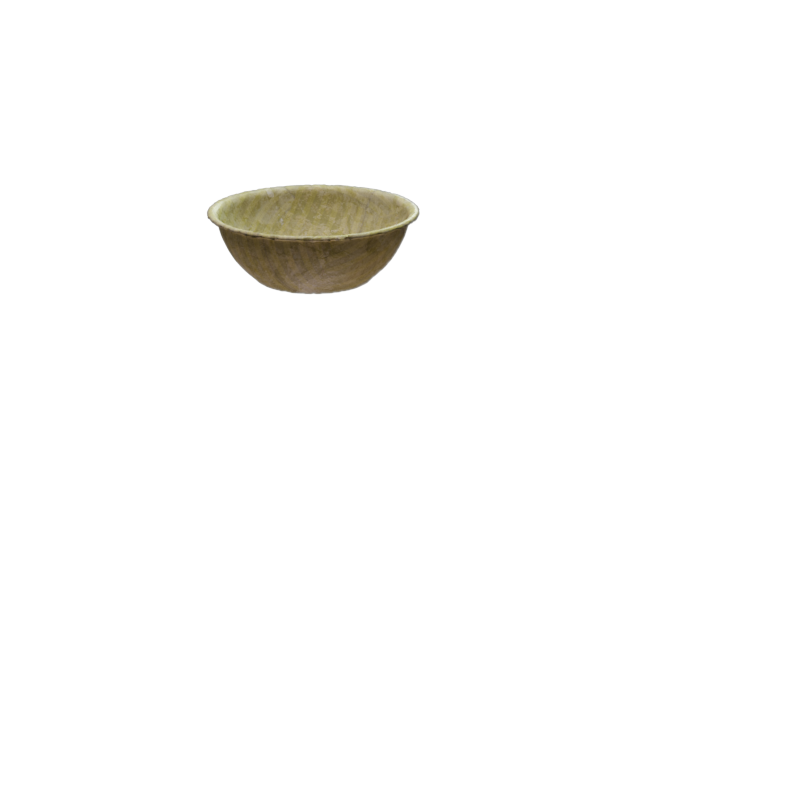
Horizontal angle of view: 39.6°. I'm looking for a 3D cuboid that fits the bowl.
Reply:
[{"bbox_3d":[-0.067,-0.121,0.850,0.162,0.053,0.170,-1,23,-2],"label":"bowl"}]
